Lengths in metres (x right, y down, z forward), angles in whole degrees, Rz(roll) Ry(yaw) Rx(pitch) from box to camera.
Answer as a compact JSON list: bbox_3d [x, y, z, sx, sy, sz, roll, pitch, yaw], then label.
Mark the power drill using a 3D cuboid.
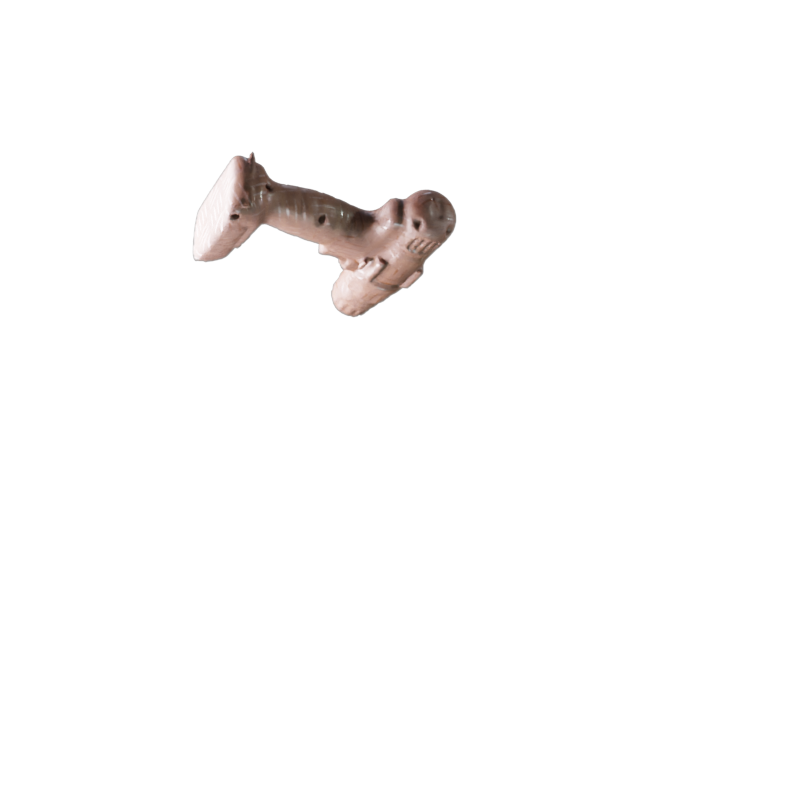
[{"bbox_3d":[-0.072,-0.131,0.916,0.181,0.061,0.180,11,-27,-22],"label":"power drill"}]
